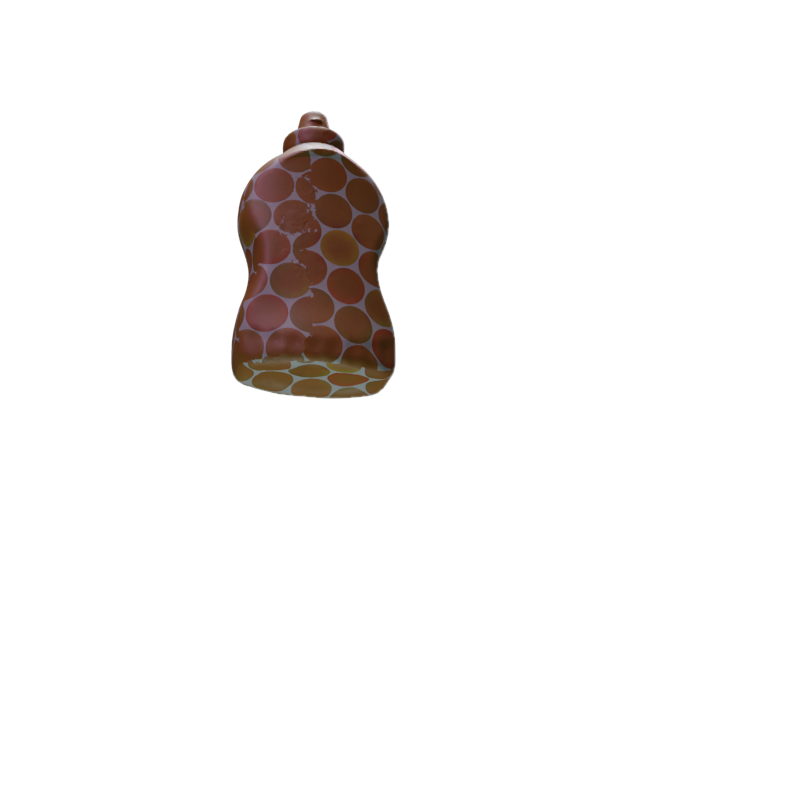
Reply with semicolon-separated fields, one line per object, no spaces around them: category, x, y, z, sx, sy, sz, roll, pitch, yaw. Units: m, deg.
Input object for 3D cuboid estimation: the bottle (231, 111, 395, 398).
bottle;-0.055;-0.100;0.698;0.094;0.204;0.056;4;-29;-11
